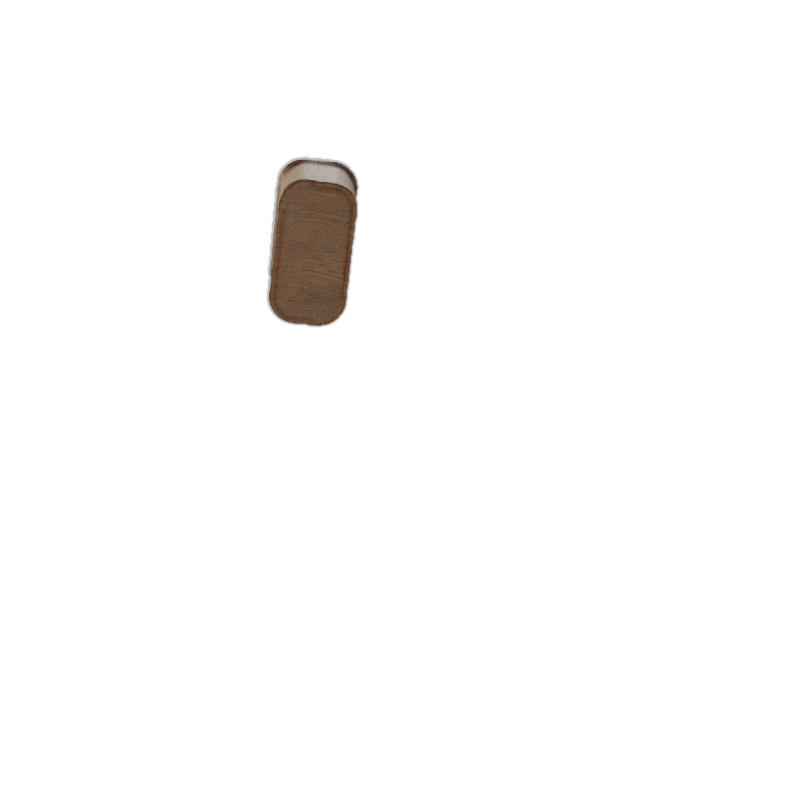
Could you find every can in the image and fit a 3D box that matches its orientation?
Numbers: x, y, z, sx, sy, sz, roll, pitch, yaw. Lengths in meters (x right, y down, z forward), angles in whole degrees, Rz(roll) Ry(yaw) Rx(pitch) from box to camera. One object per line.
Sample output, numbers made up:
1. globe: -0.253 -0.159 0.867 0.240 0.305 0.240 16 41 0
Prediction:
1. can: -0.059 -0.107 0.753 0.057 0.099 0.087 6 15 -5
